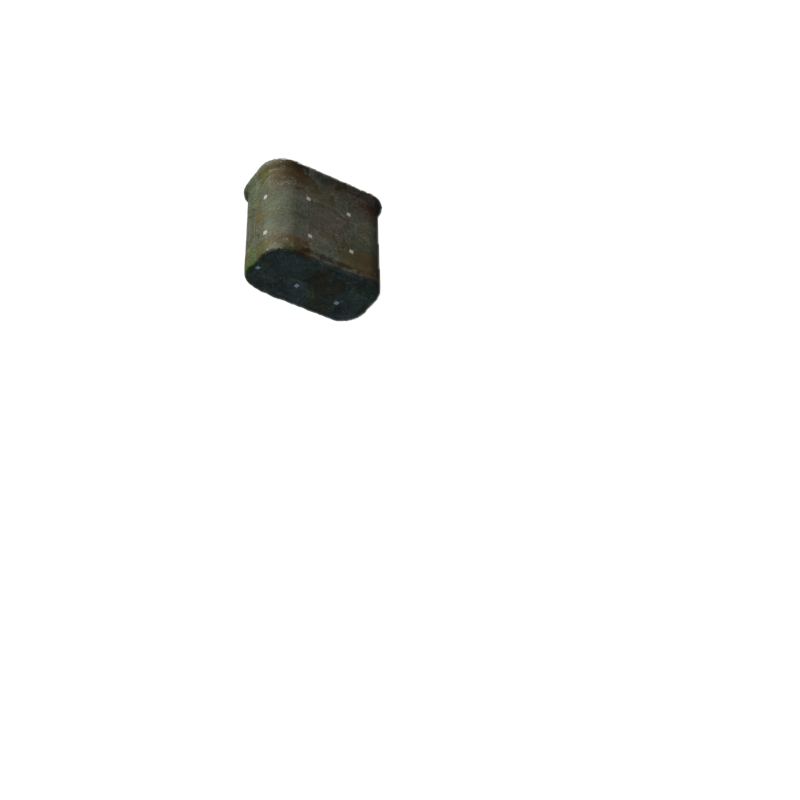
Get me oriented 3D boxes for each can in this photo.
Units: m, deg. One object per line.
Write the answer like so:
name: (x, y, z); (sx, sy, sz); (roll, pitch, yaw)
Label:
can: (-0.062, -0.114, 0.797); (0.097, 0.090, 0.056); (20, -43, -26)
